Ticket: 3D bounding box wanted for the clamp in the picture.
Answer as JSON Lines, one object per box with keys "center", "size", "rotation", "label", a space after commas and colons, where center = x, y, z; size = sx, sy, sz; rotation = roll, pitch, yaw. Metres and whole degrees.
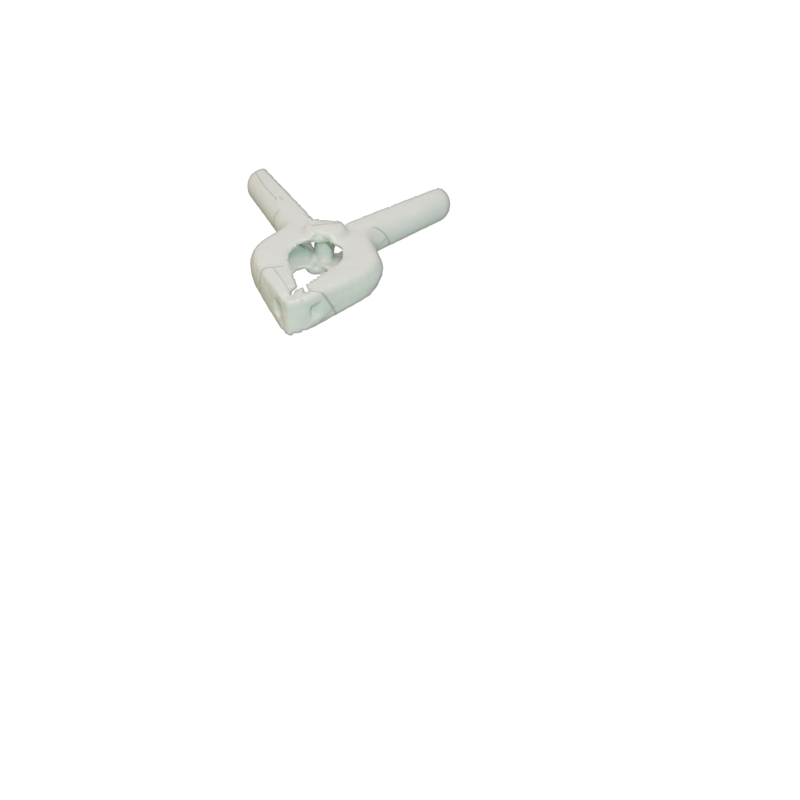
{"center": [-0.065, -0.118, 0.825], "size": [0.169, 0.034, 0.218], "rotation": [10, 36, 14], "label": "clamp"}
